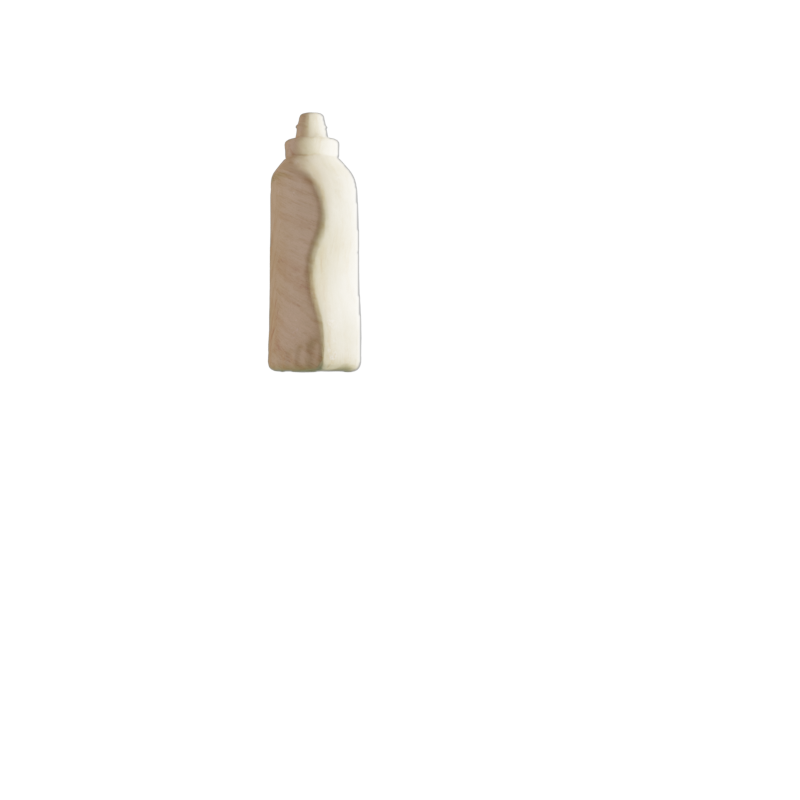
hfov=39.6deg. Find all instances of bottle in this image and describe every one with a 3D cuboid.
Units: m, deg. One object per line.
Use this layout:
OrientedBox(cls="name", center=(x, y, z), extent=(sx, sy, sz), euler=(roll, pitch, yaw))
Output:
OrientedBox(cls="bottle", center=(-0.065, -0.117, 0.821), extent=(0.056, 0.194, 0.098), euler=(2, -5, -26))
